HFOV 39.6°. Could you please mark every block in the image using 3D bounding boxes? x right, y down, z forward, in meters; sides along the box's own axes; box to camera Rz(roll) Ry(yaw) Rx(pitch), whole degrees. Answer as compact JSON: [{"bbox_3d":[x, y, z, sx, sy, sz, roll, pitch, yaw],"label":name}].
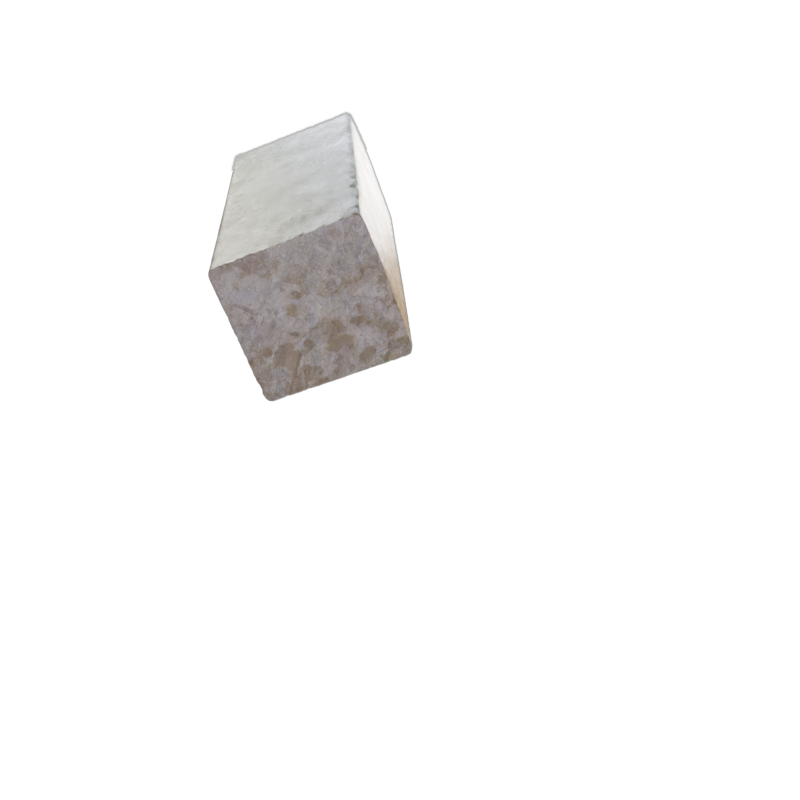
[{"bbox_3d":[-0.054,-0.099,0.696,0.091,0.085,0.218,-20,27,6],"label":"block"}]
